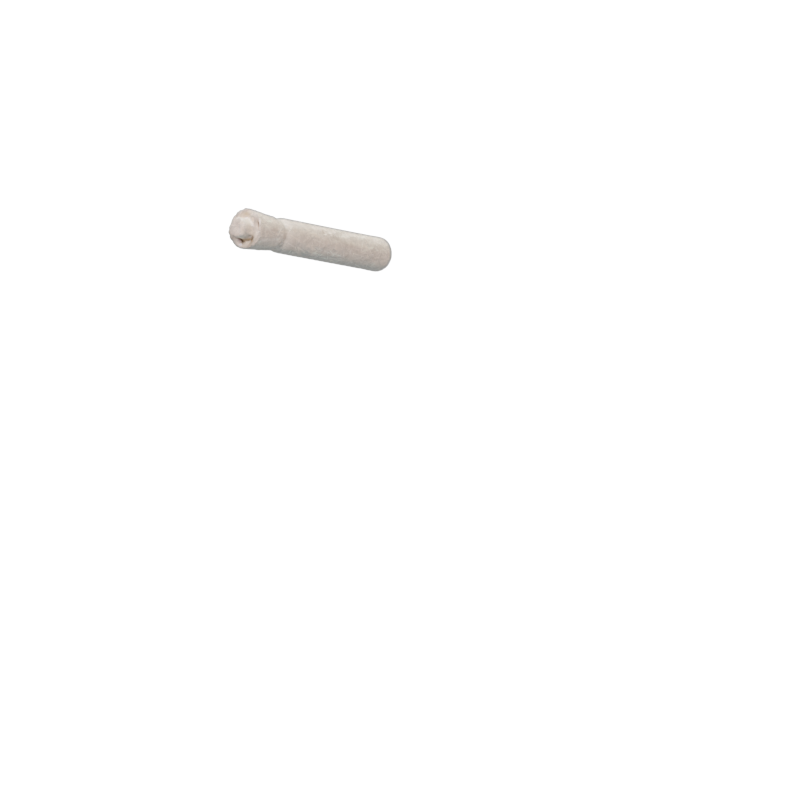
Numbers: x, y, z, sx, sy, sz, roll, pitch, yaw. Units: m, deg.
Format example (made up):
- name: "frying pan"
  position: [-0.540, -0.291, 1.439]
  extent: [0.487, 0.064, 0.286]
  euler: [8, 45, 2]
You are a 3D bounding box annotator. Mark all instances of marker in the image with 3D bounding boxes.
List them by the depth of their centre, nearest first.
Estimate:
- name: "marker"
  position: [-0.043, -0.079, 0.551]
  extent: [0.020, 0.020, 0.116]
  euler: [3, 2, 33]
